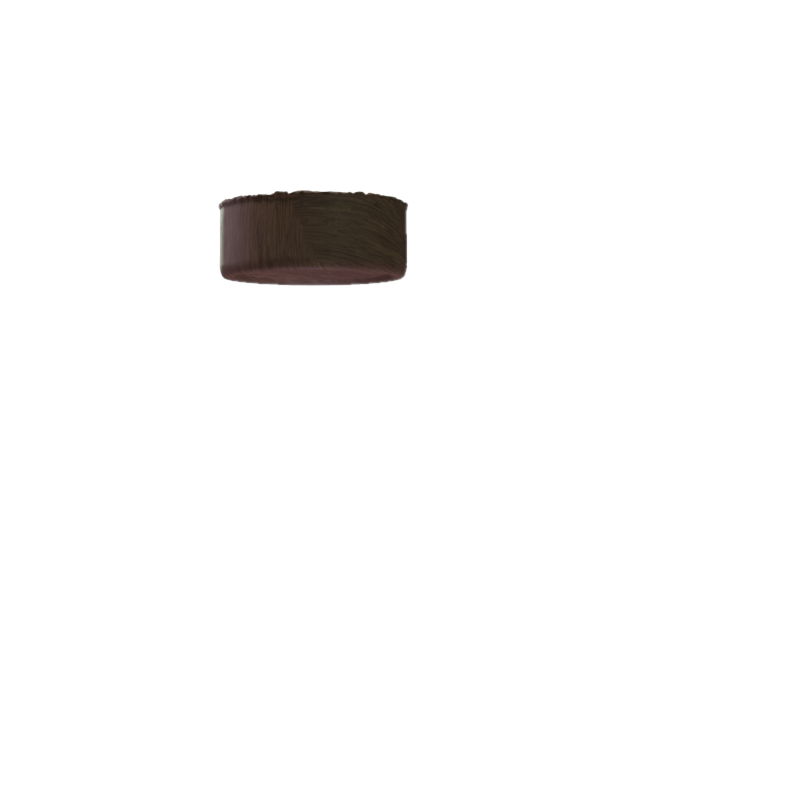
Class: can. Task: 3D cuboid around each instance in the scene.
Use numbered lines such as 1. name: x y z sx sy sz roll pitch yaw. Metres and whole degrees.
1. can: -0.039 -0.072 0.501 0.086 0.034 0.085 0 0 -2
